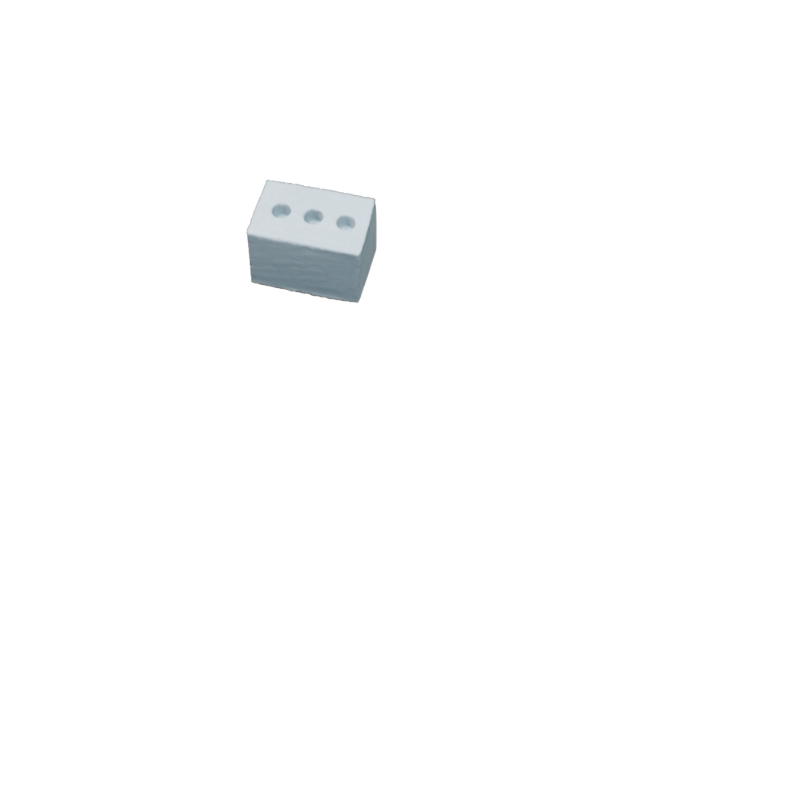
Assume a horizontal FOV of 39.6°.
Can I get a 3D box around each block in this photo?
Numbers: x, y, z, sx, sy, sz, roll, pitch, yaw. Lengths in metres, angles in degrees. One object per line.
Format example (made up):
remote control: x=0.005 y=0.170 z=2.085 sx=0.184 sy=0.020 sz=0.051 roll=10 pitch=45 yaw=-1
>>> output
block: x=-0.058 y=-0.106 z=0.741 sx=0.079 sy=0.056 sz=0.048 roll=11 pitch=-39 yaw=7
